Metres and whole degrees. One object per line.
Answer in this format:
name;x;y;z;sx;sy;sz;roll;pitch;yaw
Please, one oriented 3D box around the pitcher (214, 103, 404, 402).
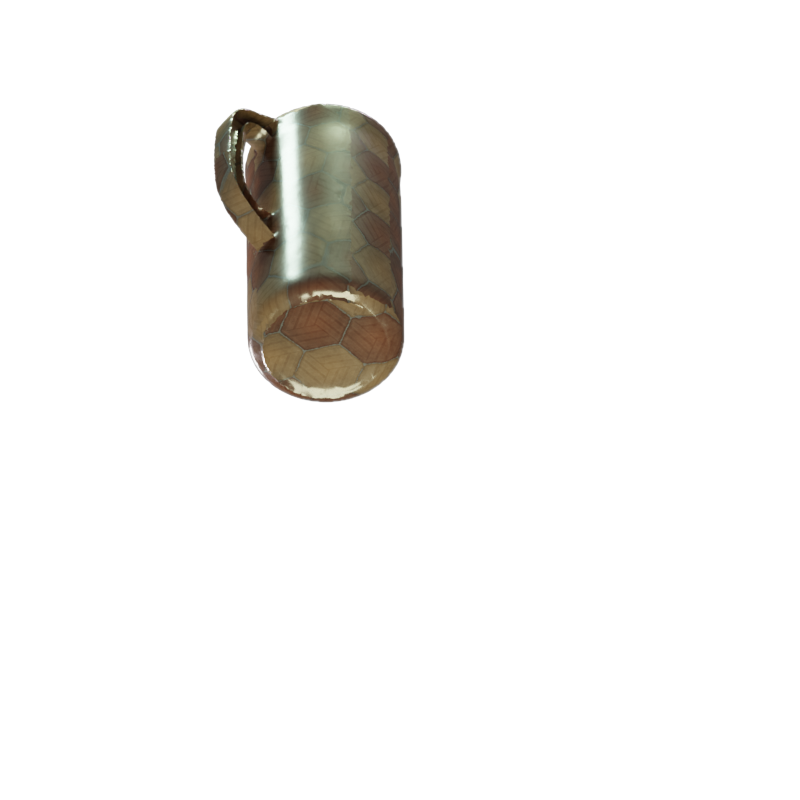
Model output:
pitcher;-0.066;-0.121;0.848;0.149;0.135;0.260;-2;39;-1
